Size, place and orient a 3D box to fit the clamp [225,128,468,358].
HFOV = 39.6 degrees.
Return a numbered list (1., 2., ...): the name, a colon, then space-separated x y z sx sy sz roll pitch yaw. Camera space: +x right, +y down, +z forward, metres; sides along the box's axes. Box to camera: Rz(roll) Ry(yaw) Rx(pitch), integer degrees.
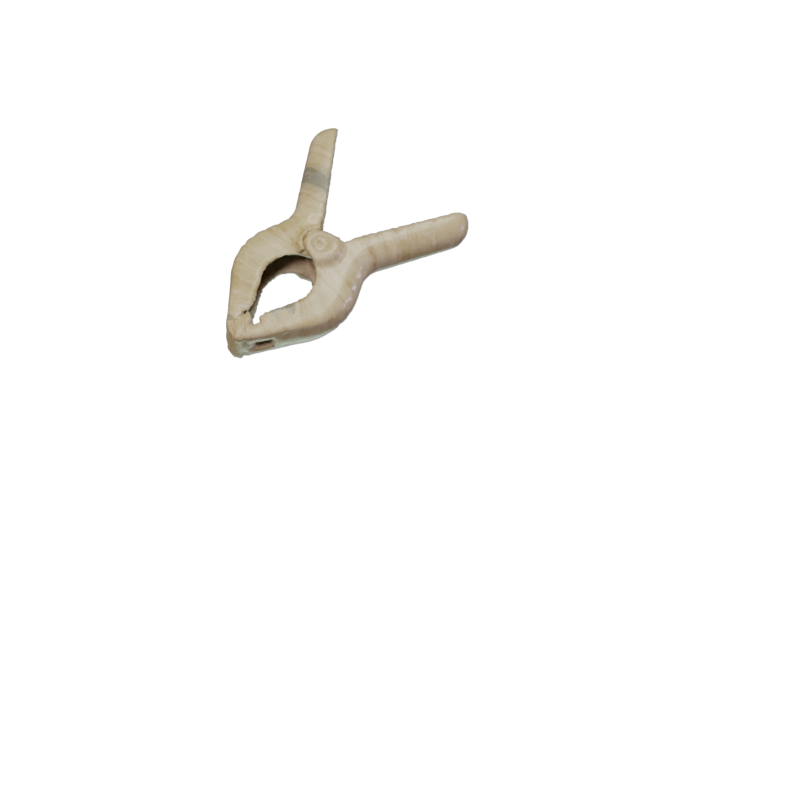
1. clamp: -0.054 -0.099 0.695 0.173 0.128 0.037 -38 -27 -24
